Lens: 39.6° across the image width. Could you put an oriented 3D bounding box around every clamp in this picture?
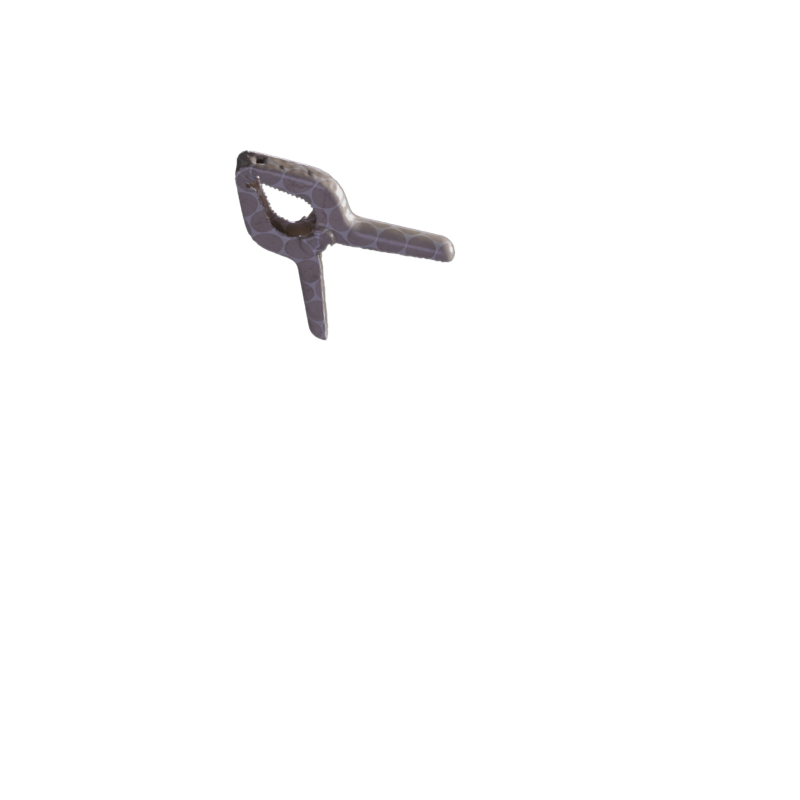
[{"bbox_3d":[-0.078,-0.143,0.998,0.198,0.039,0.162,35,-58,-26],"label":"clamp"}]
